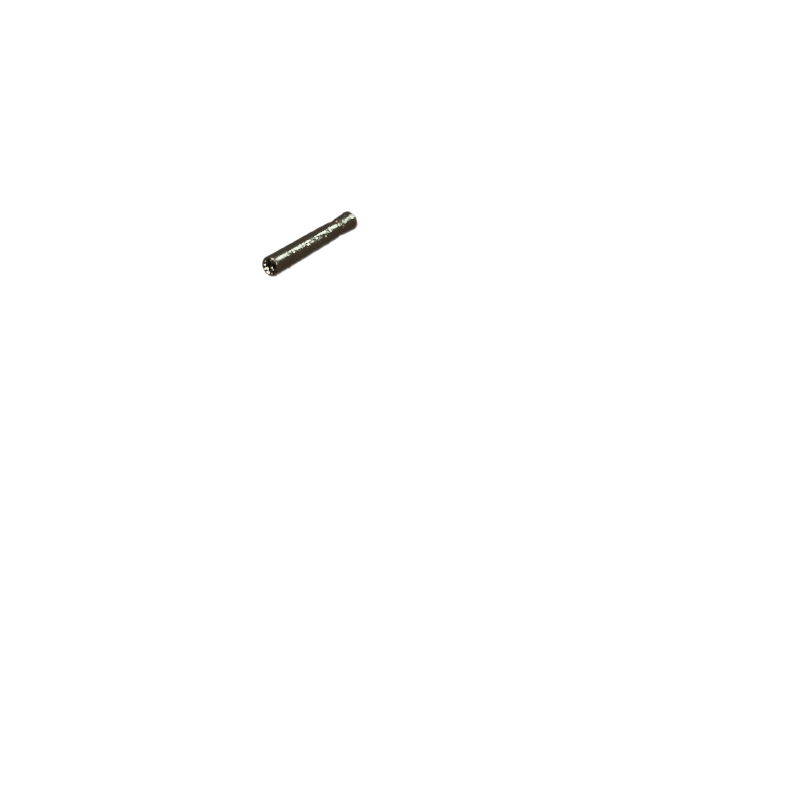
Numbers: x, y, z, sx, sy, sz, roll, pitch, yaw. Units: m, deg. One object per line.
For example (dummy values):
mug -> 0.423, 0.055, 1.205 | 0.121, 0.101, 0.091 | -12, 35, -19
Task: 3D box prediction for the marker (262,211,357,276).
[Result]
marker -> -0.078, -0.142, 0.994 | 0.021, 0.019, 0.122 | 3, 29, 38
